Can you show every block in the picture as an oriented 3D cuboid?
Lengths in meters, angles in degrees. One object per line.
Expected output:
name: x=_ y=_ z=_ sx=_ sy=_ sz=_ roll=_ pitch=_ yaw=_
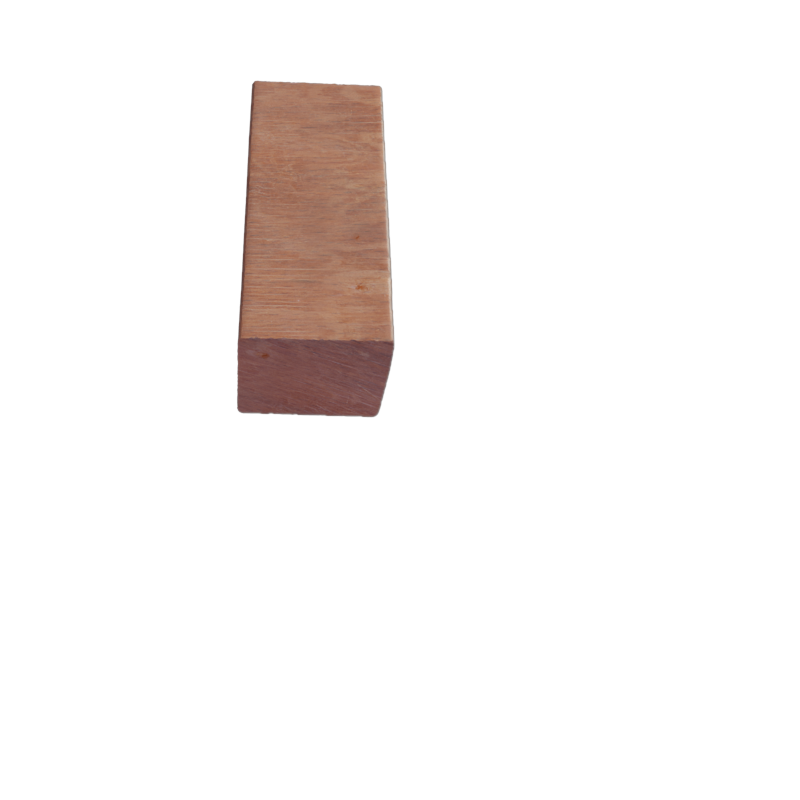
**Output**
block: x=-0.056 y=-0.102 z=0.719 sx=0.090 sy=0.221 sz=0.085 roll=1 pitch=-35 yaw=-6
